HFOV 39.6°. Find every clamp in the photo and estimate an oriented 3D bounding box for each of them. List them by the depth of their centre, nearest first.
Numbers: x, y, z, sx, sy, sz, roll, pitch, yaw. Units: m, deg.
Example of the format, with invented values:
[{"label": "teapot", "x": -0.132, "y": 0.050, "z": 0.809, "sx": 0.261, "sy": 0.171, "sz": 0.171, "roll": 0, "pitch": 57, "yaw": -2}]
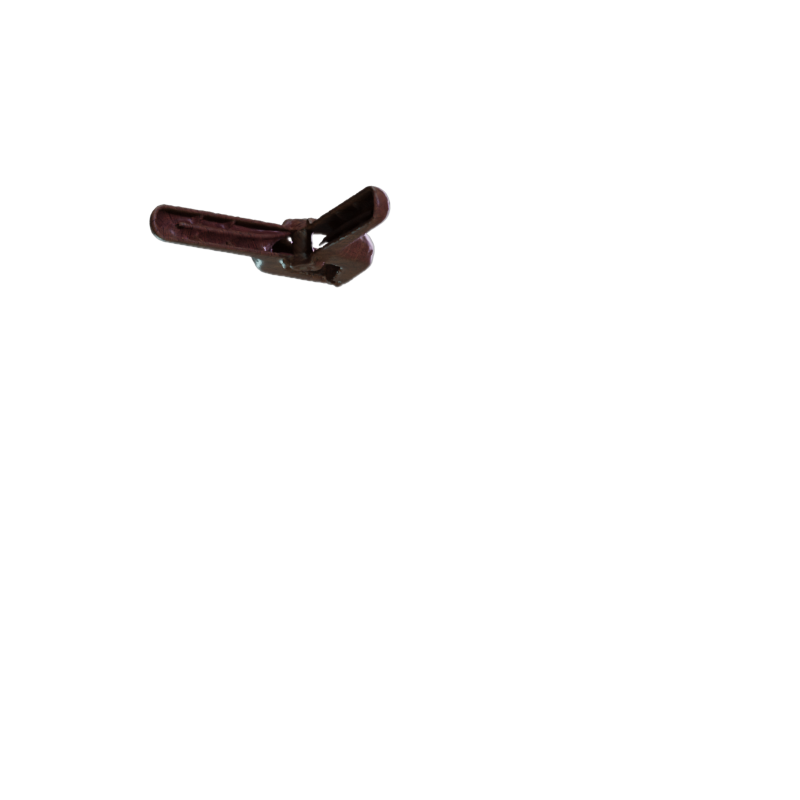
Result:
[{"label": "clamp", "x": -0.064, "y": -0.116, "z": 0.811, "sx": 0.168, "sy": 0.037, "sz": 0.201, "roll": -2, "pitch": -6, "yaw": 19}]
